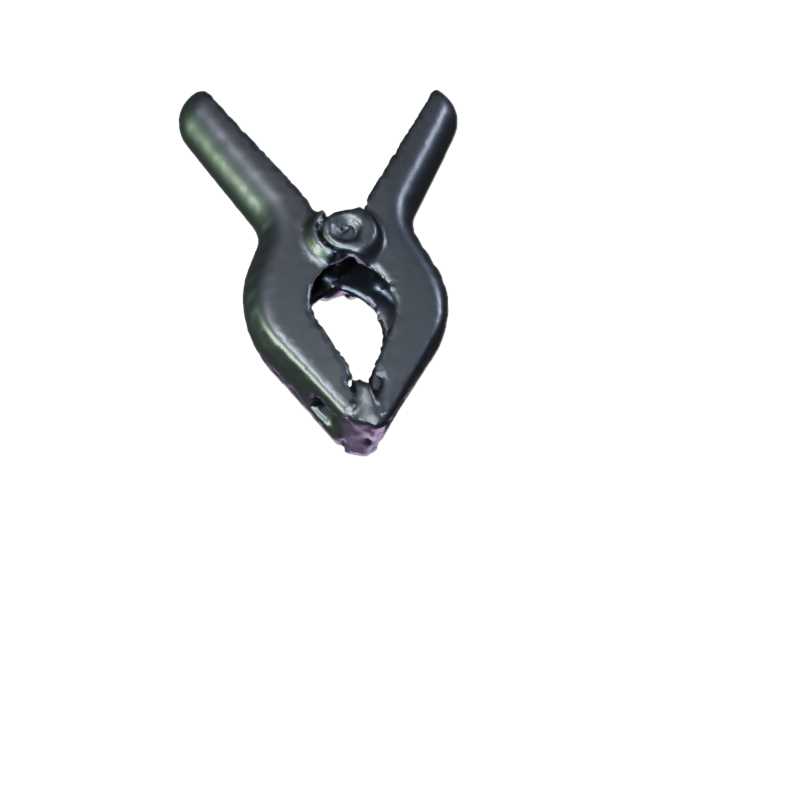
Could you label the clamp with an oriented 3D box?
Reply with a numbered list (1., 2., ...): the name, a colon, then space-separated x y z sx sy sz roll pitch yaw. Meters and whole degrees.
1. clamp: -0.035 -0.063 0.443 0.120 0.183 0.037 1 -36 0
